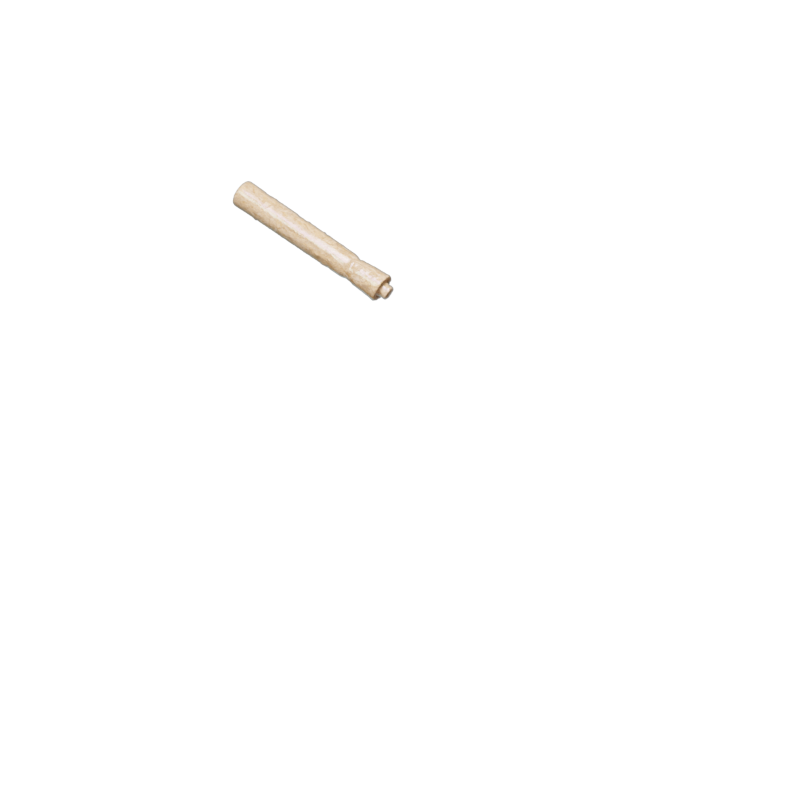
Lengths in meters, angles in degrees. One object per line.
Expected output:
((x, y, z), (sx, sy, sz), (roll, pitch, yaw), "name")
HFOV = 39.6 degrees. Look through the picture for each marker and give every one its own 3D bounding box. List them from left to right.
((-0.055, -0.101, 0.704), (0.126, 0.019, 0.019), (36, 15, 19), "marker")
